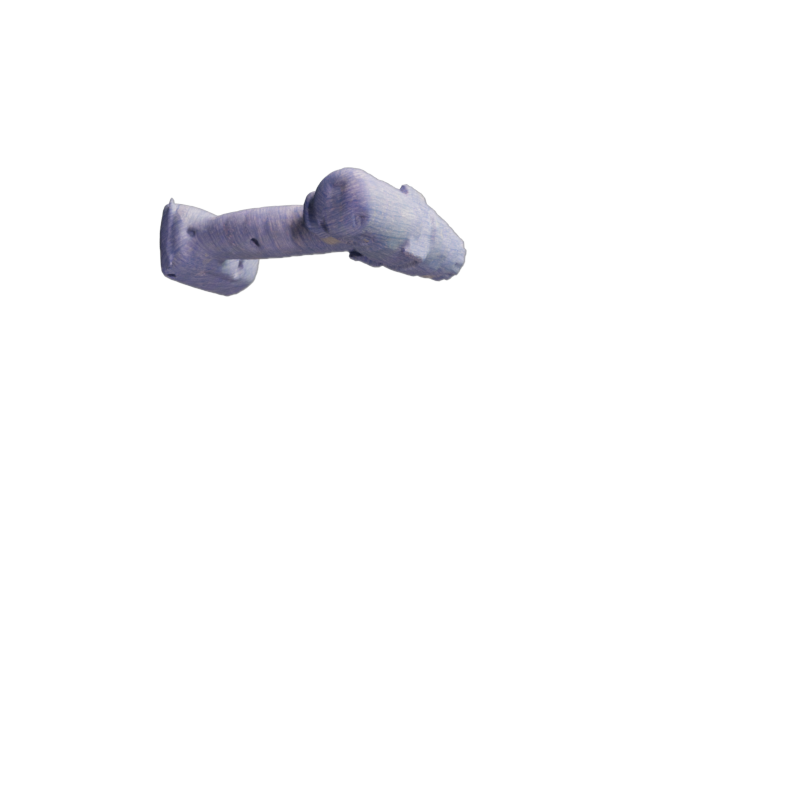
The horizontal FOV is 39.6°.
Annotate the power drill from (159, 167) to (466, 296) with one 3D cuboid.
[{"bbox_3d":[-0.062,-0.113,0.794,0.192,0.059,0.174,-5,-11,26],"label":"power drill"}]
